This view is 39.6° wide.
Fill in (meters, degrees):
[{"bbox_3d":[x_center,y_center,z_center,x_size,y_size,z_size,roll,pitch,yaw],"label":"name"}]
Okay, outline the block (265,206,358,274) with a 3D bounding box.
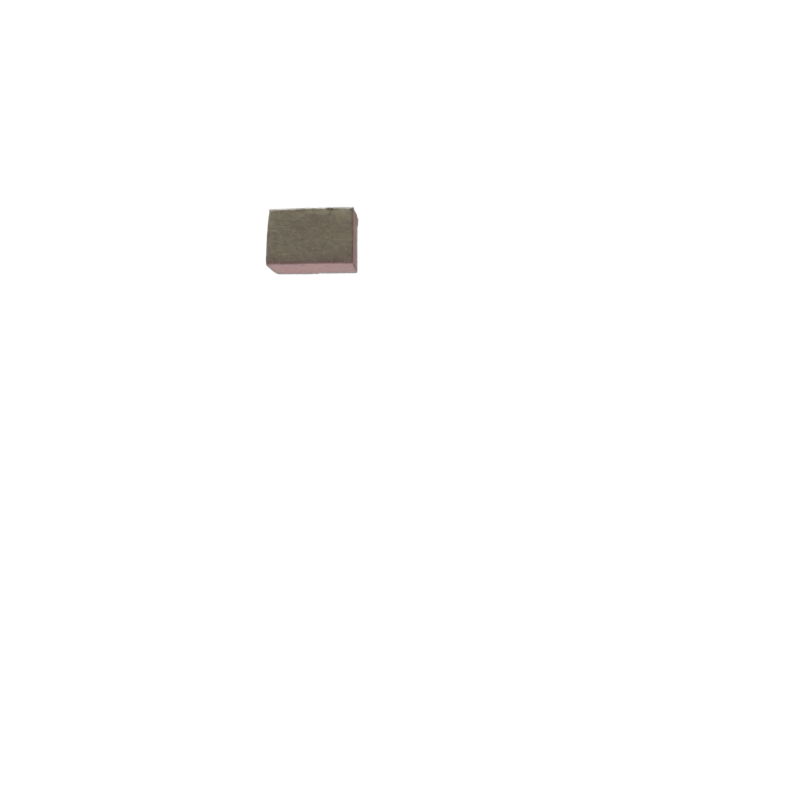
[{"bbox_3d":[-0.078,-0.142,0.995,0.079,0.052,0.051,-1,-7,6],"label":"block"}]
